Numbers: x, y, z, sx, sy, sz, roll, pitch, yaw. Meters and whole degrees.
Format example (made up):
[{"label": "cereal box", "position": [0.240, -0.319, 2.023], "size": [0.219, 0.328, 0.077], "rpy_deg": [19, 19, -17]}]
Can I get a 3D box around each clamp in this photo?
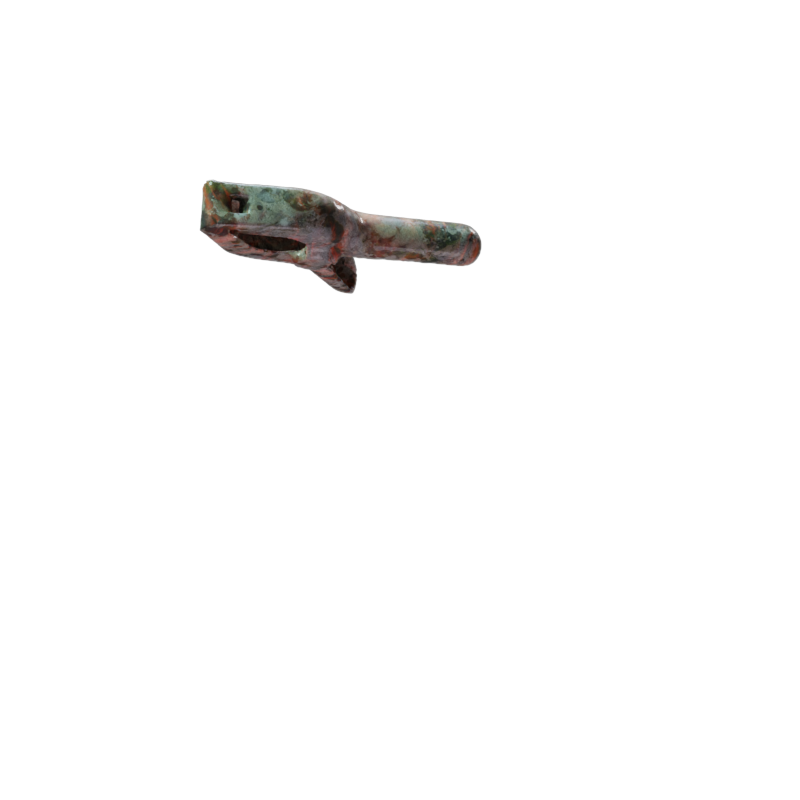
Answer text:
[{"label": "clamp", "position": [-0.052, -0.094, 0.658], "size": [0.163, 0.041, 0.120], "rpy_deg": [11, -20, -33]}]
